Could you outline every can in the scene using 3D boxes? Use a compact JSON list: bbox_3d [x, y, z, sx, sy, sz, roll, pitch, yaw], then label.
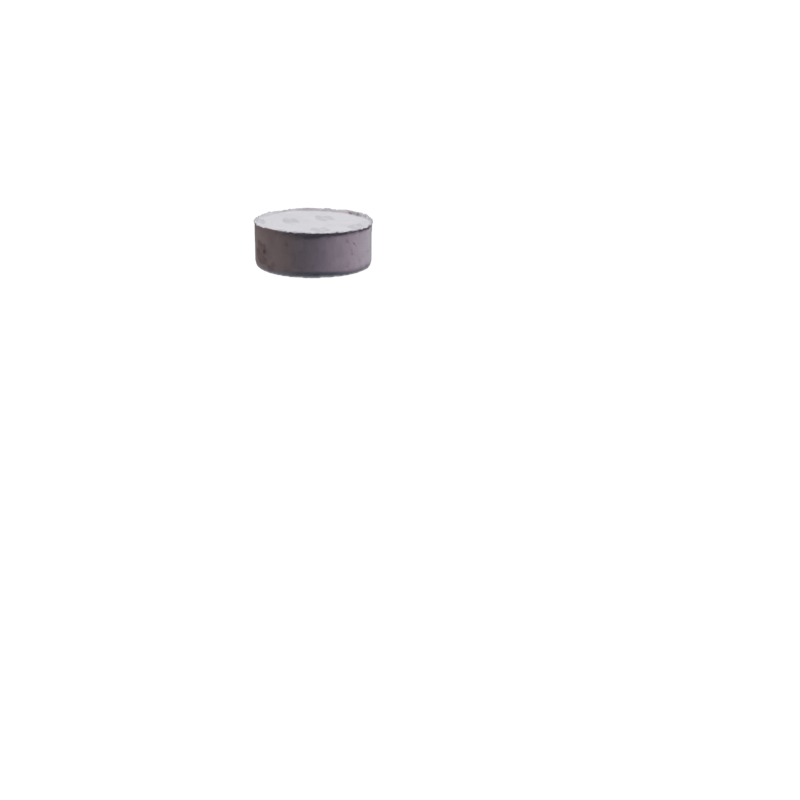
[{"bbox_3d":[-0.063,-0.114,0.800,0.086,0.032,0.089,-1,20,-2],"label":"can"}]
